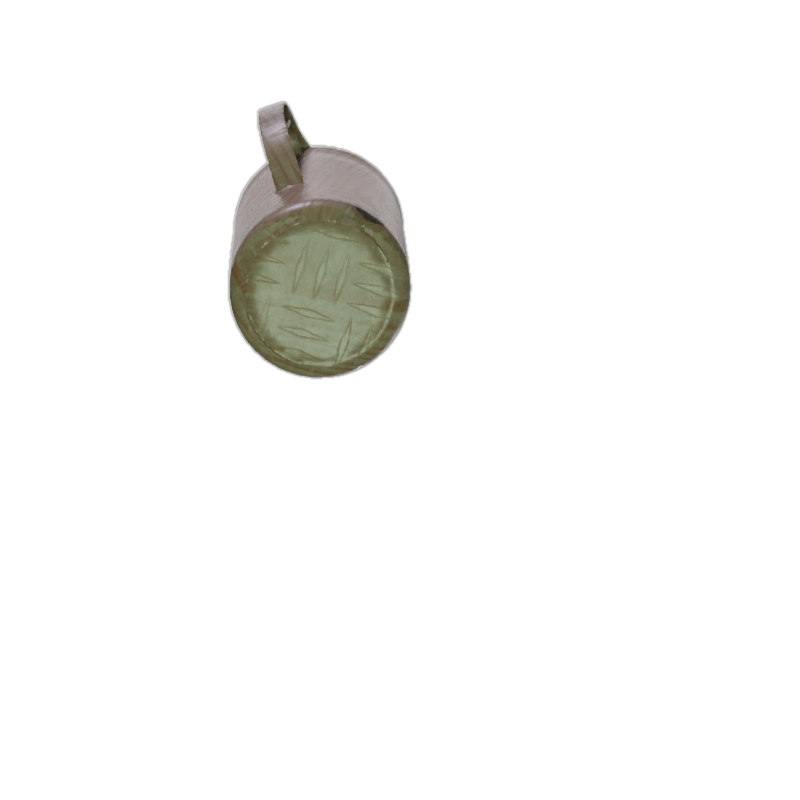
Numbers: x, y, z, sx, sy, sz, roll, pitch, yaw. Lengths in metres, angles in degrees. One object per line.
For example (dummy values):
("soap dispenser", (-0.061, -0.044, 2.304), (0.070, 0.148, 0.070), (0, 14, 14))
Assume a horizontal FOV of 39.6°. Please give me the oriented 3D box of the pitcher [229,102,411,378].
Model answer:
("pitcher", (-0.060, -0.109, 0.761), (0.147, 0.143, 0.251), (26, 12, -10))
